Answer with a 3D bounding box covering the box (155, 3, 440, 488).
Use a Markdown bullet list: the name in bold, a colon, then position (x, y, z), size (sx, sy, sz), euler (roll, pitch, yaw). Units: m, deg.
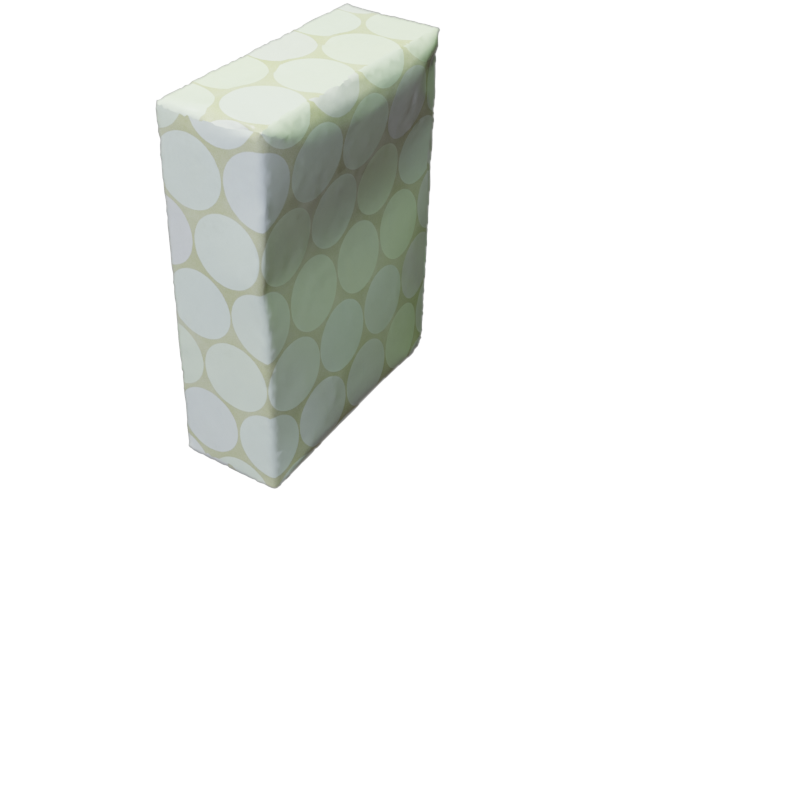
- **box**: position (-0.047, -0.087, 0.606), size (0.075, 0.200, 0.167), euler (20, 39, 24)
